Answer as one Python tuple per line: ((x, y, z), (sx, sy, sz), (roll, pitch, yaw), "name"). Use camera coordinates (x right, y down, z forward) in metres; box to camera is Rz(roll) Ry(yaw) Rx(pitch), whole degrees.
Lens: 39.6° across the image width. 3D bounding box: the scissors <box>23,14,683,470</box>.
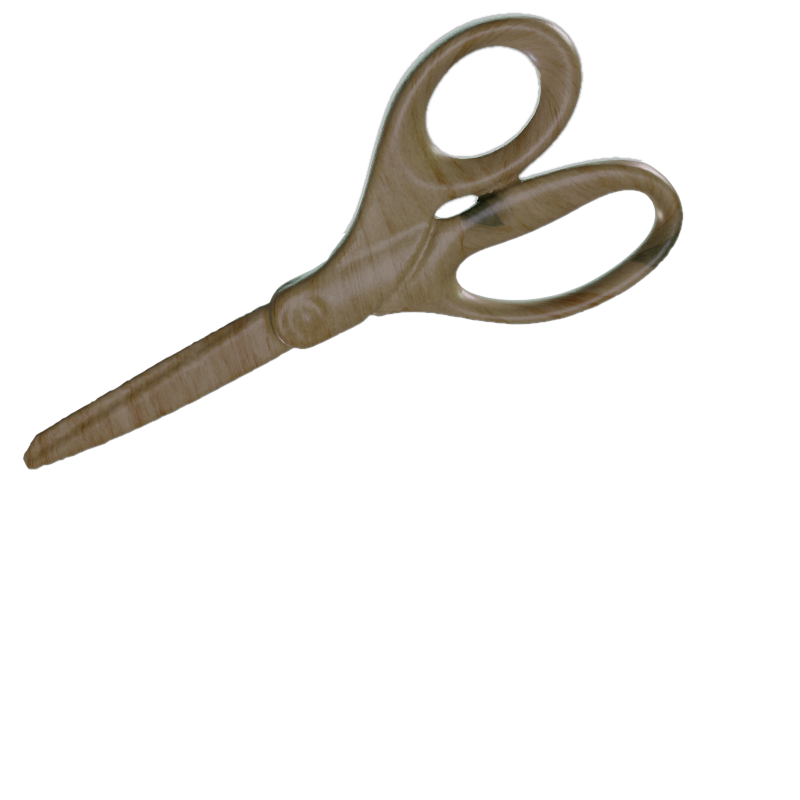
((-0.024, -0.044, 0.310), (0.202, 0.092, 0.016), (-13, 18, 4), "scissors")
